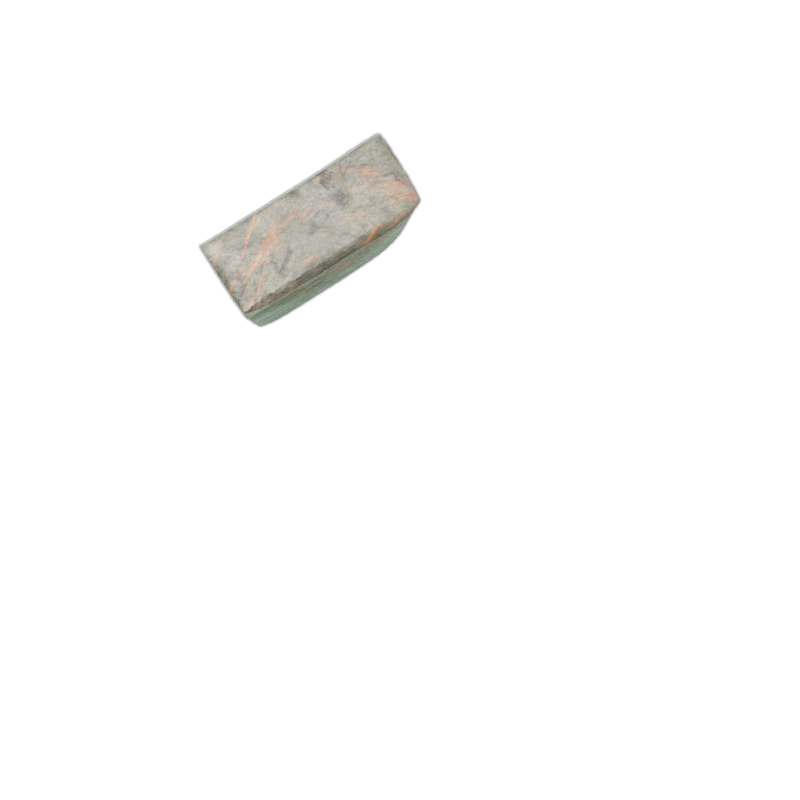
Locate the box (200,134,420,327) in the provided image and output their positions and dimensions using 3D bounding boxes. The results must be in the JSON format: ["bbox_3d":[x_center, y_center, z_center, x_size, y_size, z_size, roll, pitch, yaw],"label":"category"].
[{"bbox_3d":[-0.074,-0.134,0.939,0.164,0.072,0.213,-33,3,-3],"label":"box"}]
